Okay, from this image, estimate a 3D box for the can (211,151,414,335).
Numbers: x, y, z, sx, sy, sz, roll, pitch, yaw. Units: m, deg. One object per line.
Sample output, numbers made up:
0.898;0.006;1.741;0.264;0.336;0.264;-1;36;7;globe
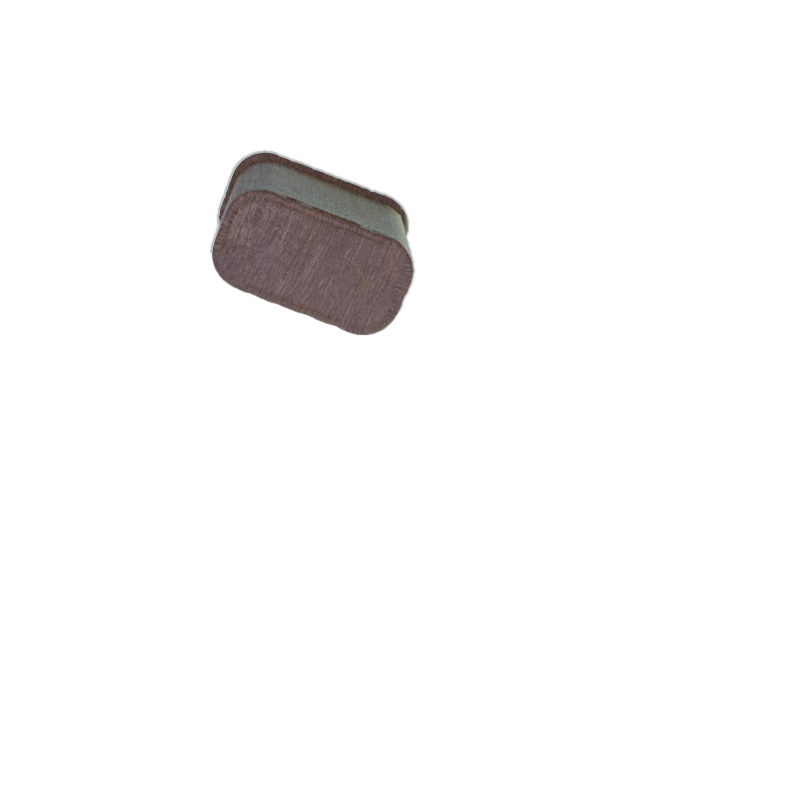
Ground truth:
-0.045;-0.081;0.570;0.100;0.056;0.087;20;18;-8;can
